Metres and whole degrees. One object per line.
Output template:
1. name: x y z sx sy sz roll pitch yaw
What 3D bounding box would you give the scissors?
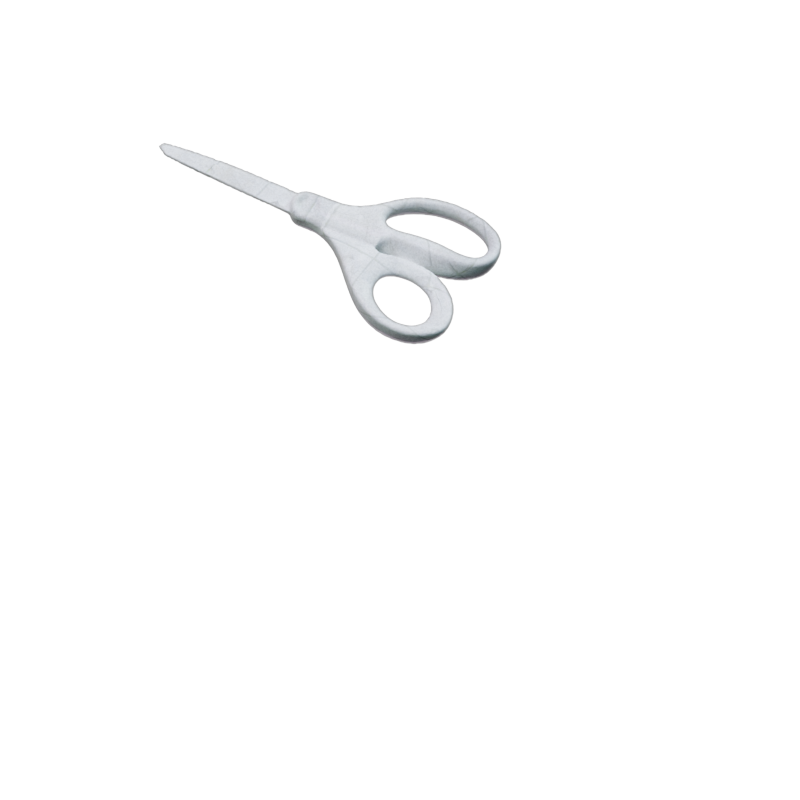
1. scissors: -0.048 -0.087 0.608 0.204 0.101 0.015 11 -30 6
